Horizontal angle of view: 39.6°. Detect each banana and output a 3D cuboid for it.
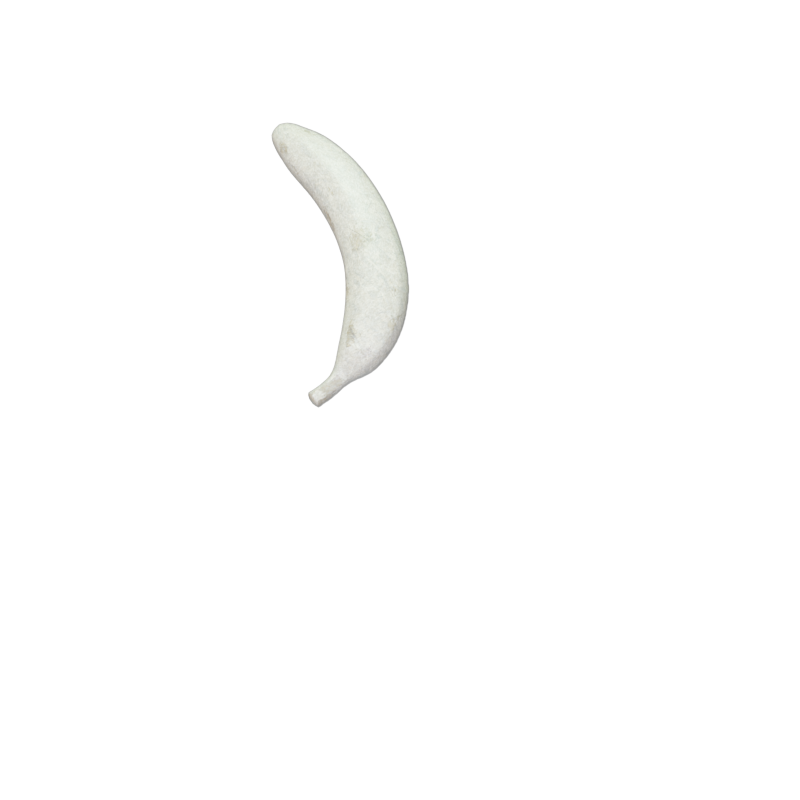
[{"bbox_3d":[-0.034,-0.095,0.675,0.069,0.212,0.034,-7,-30,-5],"label":"banana"}]
